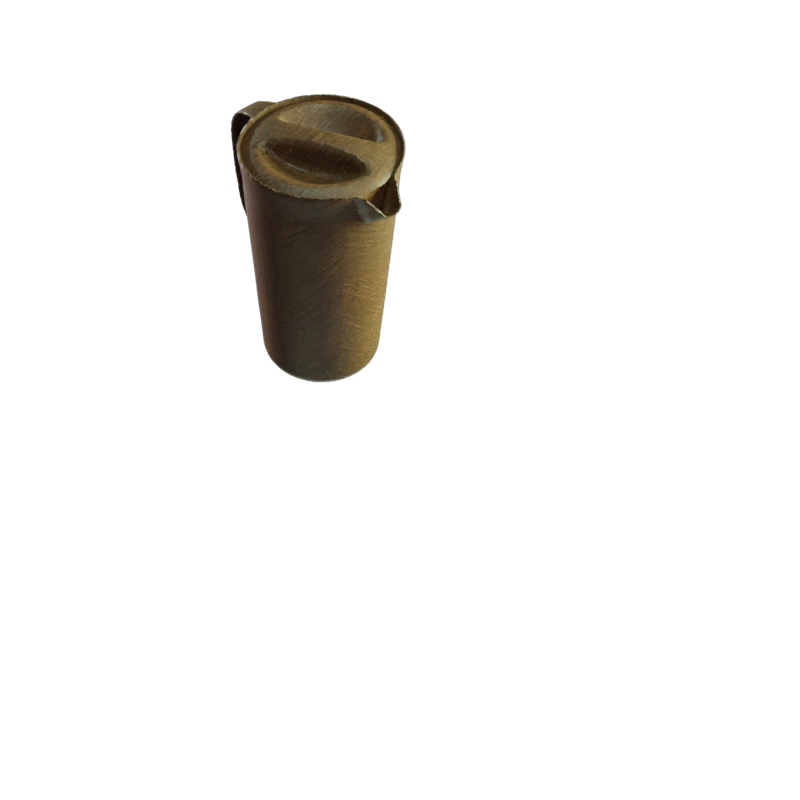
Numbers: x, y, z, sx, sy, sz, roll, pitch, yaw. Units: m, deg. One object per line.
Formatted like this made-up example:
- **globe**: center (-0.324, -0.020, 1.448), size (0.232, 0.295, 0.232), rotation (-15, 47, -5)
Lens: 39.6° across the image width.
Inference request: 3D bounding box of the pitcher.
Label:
- **pitcher**: center (-0.075, -0.136, 0.954), size (0.145, 0.160, 0.226), rotation (2, -43, -2)
